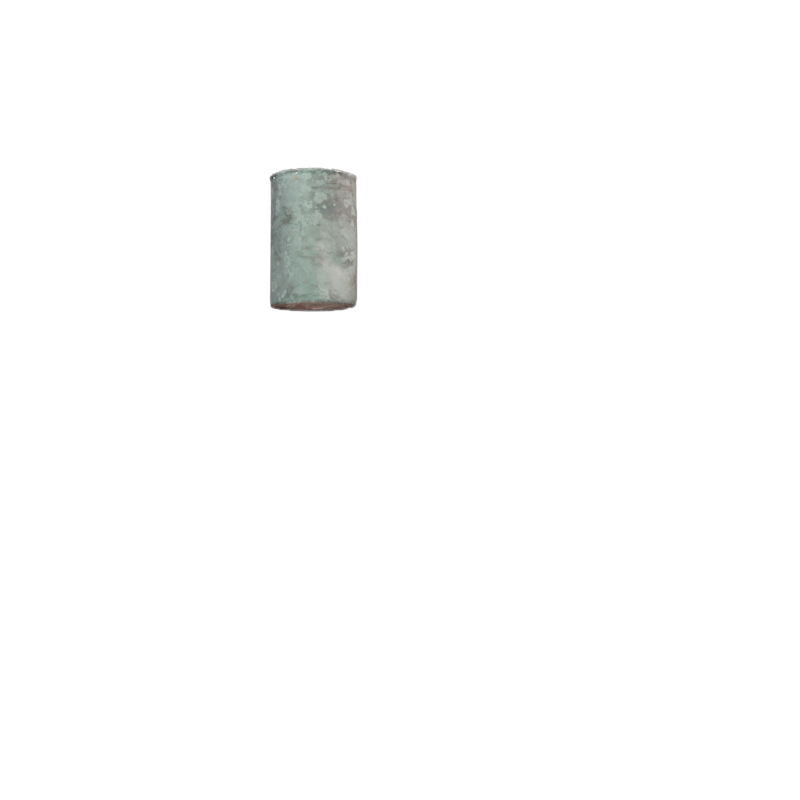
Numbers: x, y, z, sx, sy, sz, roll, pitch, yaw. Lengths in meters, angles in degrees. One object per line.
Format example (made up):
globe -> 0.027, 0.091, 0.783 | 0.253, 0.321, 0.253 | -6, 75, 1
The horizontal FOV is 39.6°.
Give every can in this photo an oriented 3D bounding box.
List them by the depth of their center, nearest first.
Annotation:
can -> -0.067, -0.122, 0.854 | 0.068, 0.104, 0.067 | 0, -7, -2
